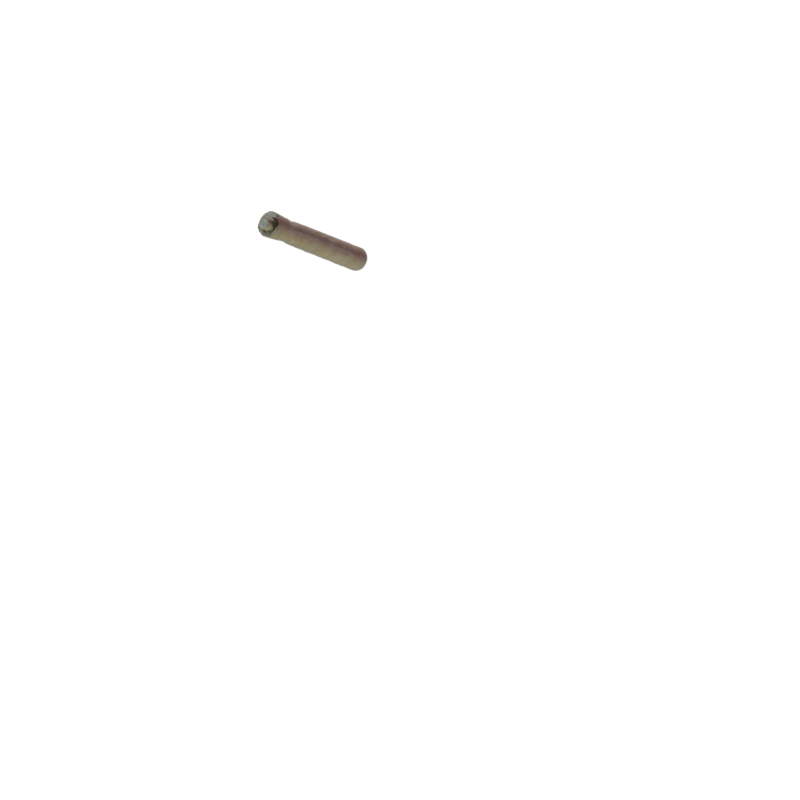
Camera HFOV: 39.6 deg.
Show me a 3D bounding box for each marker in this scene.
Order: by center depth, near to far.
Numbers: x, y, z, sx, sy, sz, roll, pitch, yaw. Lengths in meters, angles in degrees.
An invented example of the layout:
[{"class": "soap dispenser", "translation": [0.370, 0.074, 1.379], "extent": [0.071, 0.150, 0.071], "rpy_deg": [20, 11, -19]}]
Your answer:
[{"class": "marker", "translation": [-0.063, -0.116, 0.809], "extent": [0.020, 0.020, 0.114], "rpy_deg": [3, -5, 33]}]
